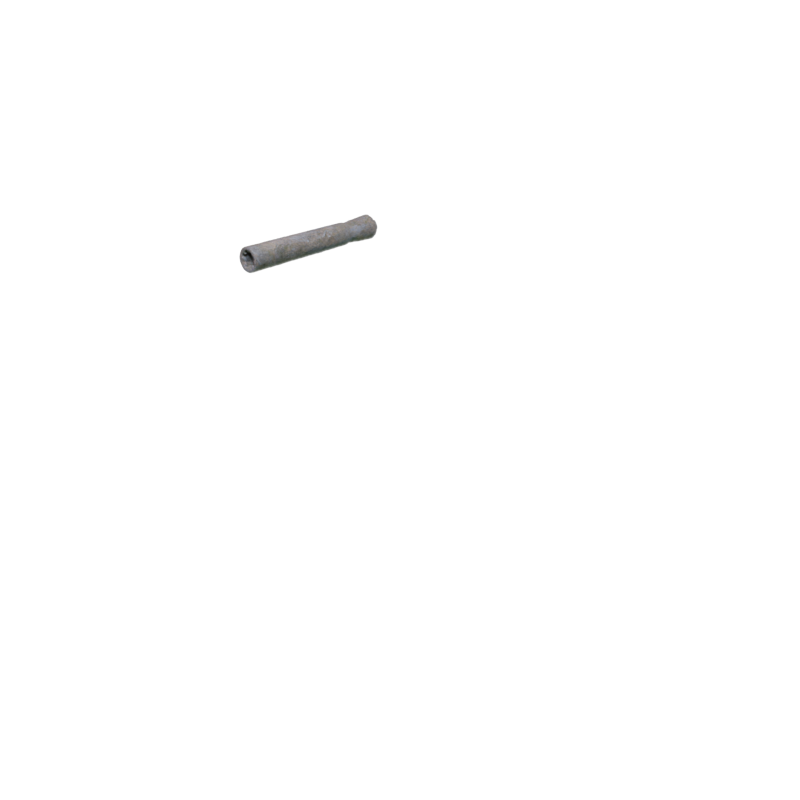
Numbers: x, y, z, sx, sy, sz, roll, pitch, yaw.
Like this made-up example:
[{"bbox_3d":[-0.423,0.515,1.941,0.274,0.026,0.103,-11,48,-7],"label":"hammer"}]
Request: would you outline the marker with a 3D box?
[{"bbox_3d":[-0.063,-0.114,0.801,0.119,0.019,0.021,-23,18,-39],"label":"marker"}]
